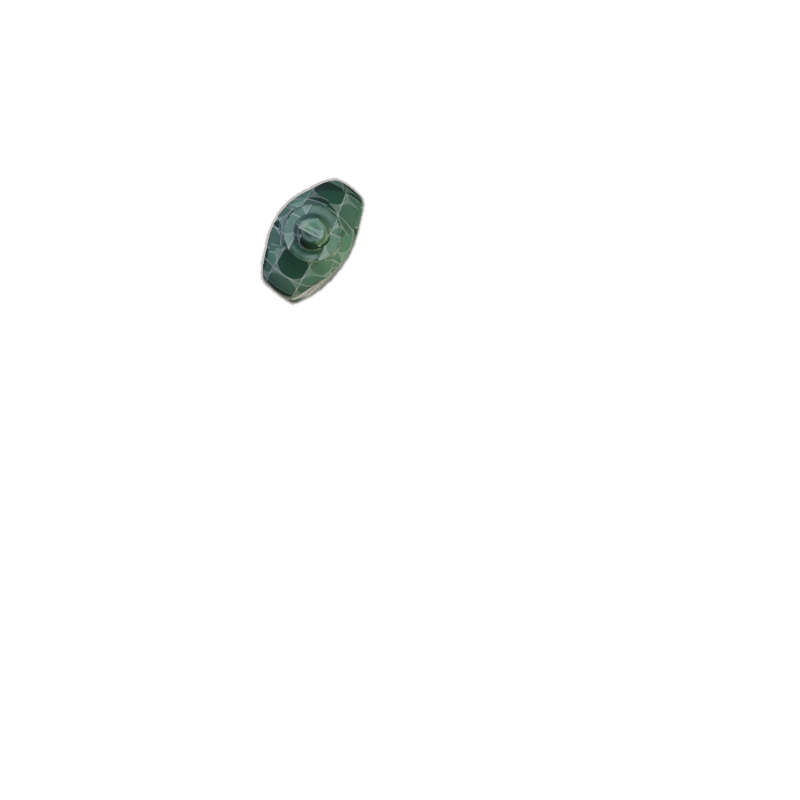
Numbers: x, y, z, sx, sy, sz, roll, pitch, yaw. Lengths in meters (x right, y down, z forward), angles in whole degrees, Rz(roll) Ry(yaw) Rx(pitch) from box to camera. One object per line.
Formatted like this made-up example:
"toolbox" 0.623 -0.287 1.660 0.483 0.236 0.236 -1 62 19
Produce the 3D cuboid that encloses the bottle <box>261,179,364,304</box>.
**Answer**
"bottle" -0.066 -0.120 0.842 0.058 0.096 0.192 38 0 -5
